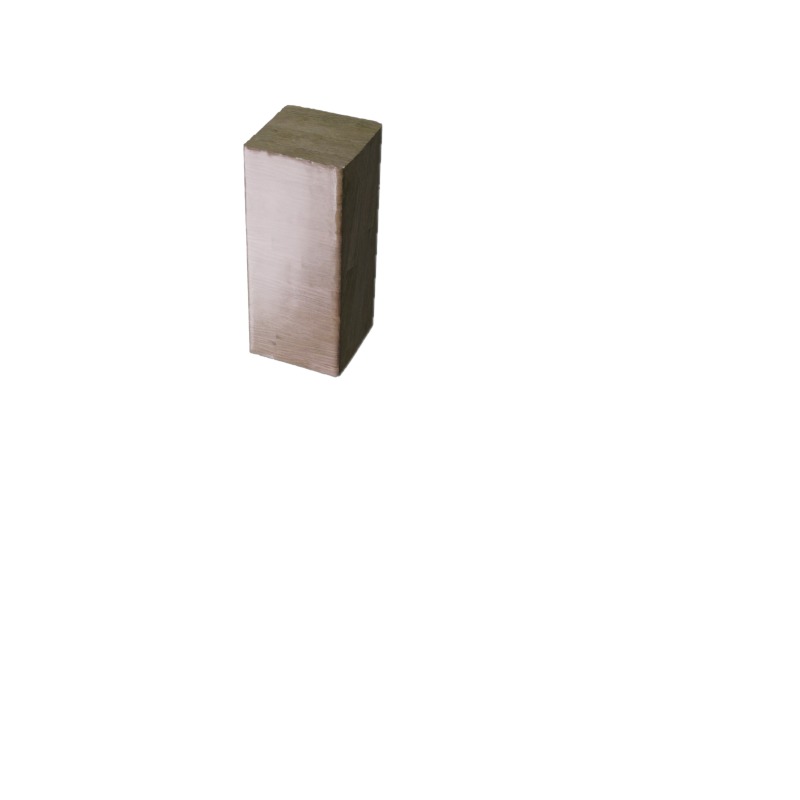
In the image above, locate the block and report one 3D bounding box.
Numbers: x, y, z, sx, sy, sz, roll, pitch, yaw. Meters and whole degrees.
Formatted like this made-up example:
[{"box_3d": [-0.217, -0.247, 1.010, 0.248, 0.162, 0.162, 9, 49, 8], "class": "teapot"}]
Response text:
[{"box_3d": [-0.074, -0.136, 0.952, 0.094, 0.193, 0.093, 15, 37, 17], "class": "block"}]
